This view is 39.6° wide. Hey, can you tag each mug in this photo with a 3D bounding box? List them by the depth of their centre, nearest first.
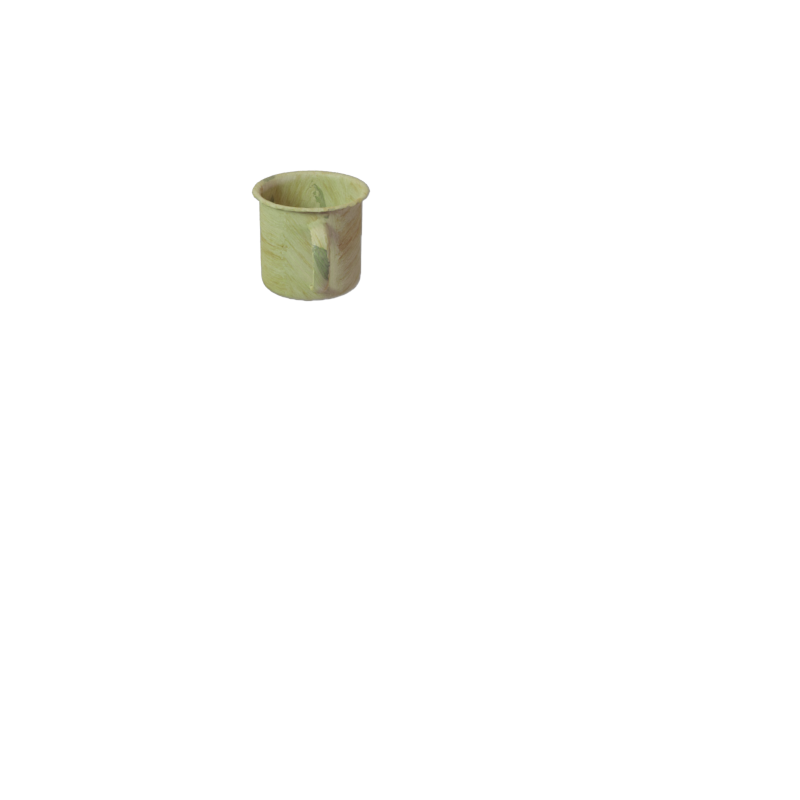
[{"bbox_3d":[-0.069,-0.126,0.880,0.092,0.077,0.125,-5,28,-11],"label":"mug"}]
